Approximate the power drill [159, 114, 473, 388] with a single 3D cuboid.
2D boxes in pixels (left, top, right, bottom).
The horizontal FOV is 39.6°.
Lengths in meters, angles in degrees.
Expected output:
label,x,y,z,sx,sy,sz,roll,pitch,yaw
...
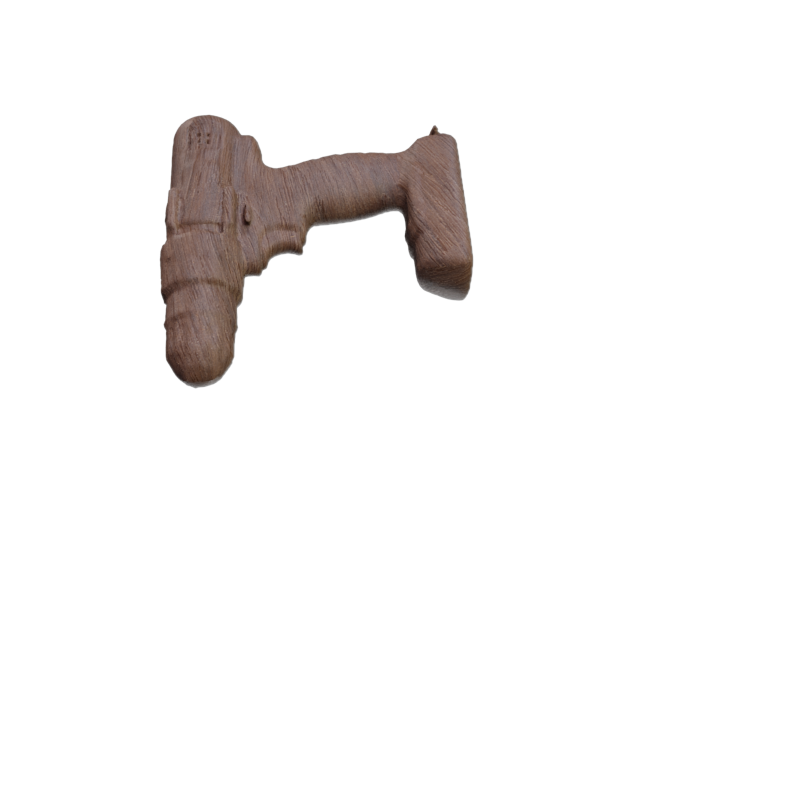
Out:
label,x,y,z,sx,sy,sz,roll,pitch,yaw
power drill,-0.053,-0.097,0.679,0.187,0.196,0.054,-2,-28,-2
